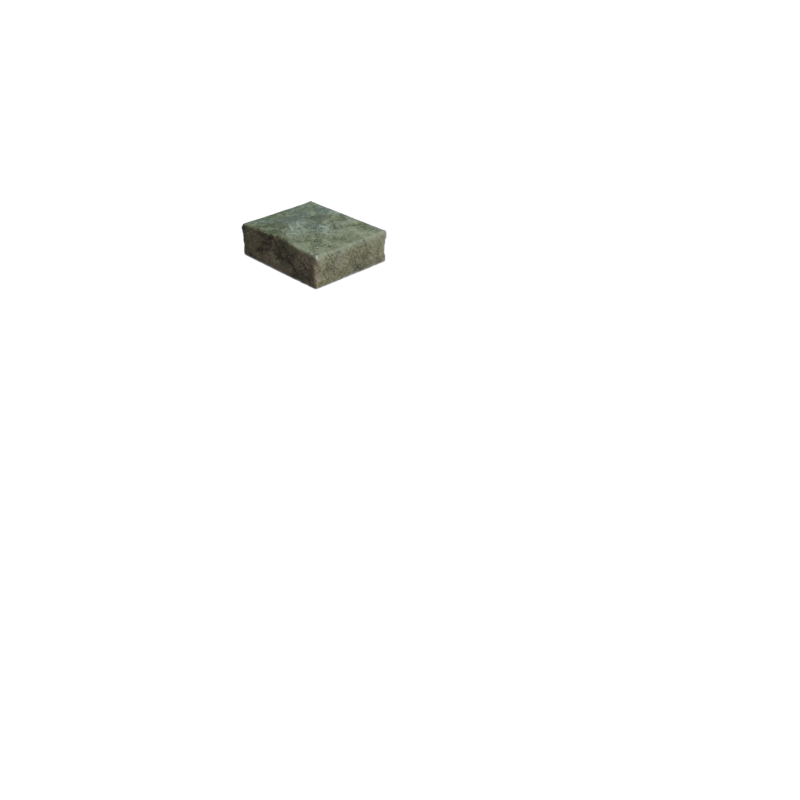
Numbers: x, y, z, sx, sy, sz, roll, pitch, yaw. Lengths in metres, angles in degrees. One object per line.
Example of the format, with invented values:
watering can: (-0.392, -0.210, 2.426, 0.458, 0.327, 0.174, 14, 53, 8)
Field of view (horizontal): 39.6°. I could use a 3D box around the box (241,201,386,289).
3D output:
box: (-0.067, -0.122, 0.857, 0.072, 0.028, 0.095, -25, 38, -37)
